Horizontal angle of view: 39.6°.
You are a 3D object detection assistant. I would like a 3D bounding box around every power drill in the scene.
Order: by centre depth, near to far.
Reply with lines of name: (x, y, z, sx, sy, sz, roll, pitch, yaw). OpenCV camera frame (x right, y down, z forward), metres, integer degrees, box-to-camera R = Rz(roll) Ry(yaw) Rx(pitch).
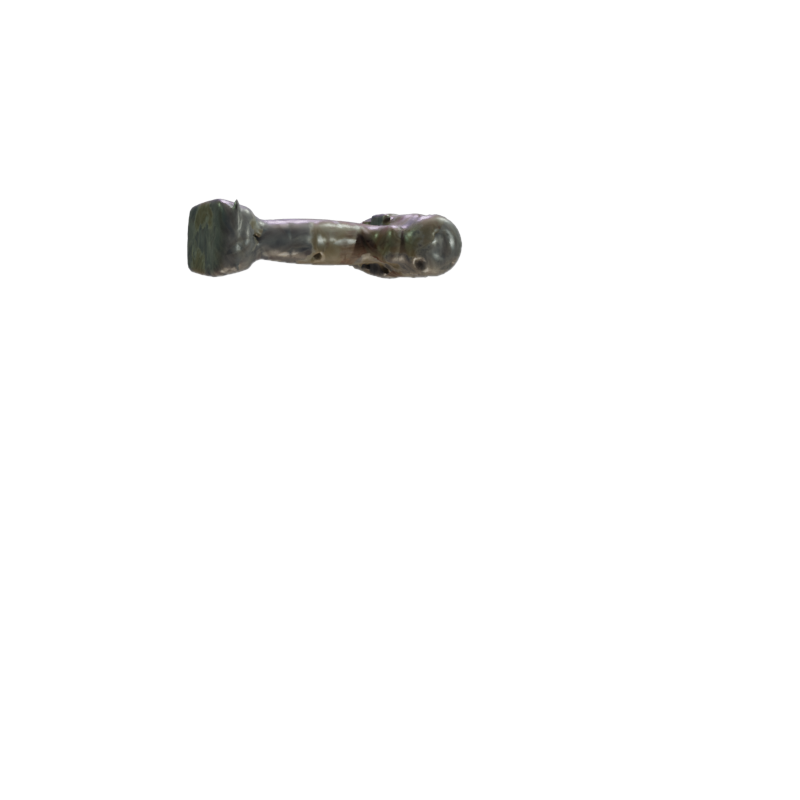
power drill: (-0.068, -0.124, 0.866, 0.183, 0.057, 0.189, -2, 5, -20)
